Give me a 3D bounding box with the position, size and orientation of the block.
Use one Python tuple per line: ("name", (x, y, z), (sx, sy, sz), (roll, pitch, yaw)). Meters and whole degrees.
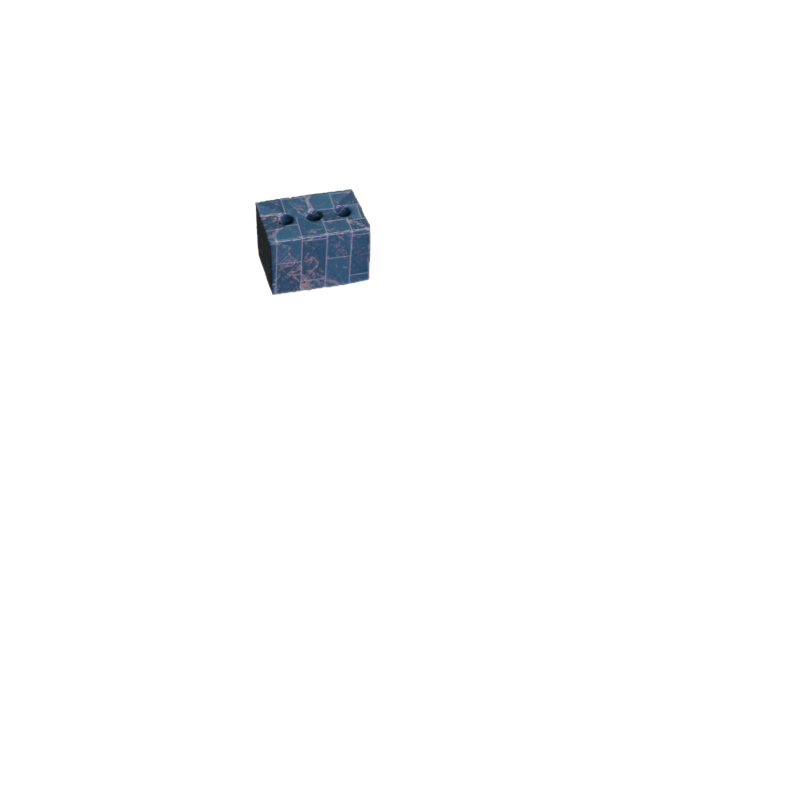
("block", (-0.065, -0.119, 0.830), (0.077, 0.048, 0.057), (-10, 42, -12))
